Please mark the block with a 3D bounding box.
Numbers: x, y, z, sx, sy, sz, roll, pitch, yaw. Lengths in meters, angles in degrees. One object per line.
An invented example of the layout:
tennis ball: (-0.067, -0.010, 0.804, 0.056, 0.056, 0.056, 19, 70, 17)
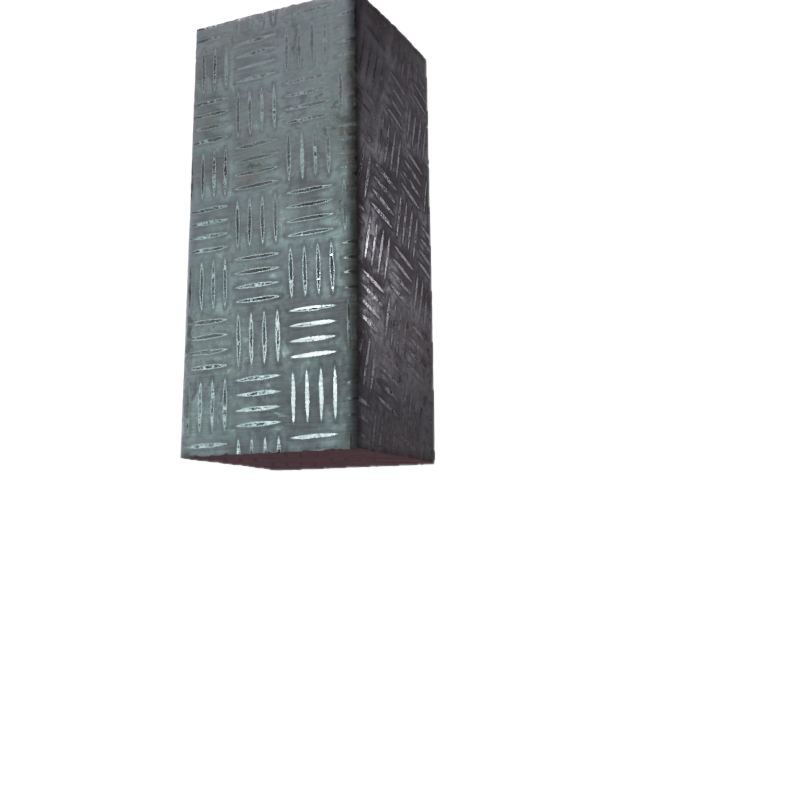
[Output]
block: (-0.041, -0.075, 0.529, 0.093, 0.214, 0.085, -8, -16, 25)
